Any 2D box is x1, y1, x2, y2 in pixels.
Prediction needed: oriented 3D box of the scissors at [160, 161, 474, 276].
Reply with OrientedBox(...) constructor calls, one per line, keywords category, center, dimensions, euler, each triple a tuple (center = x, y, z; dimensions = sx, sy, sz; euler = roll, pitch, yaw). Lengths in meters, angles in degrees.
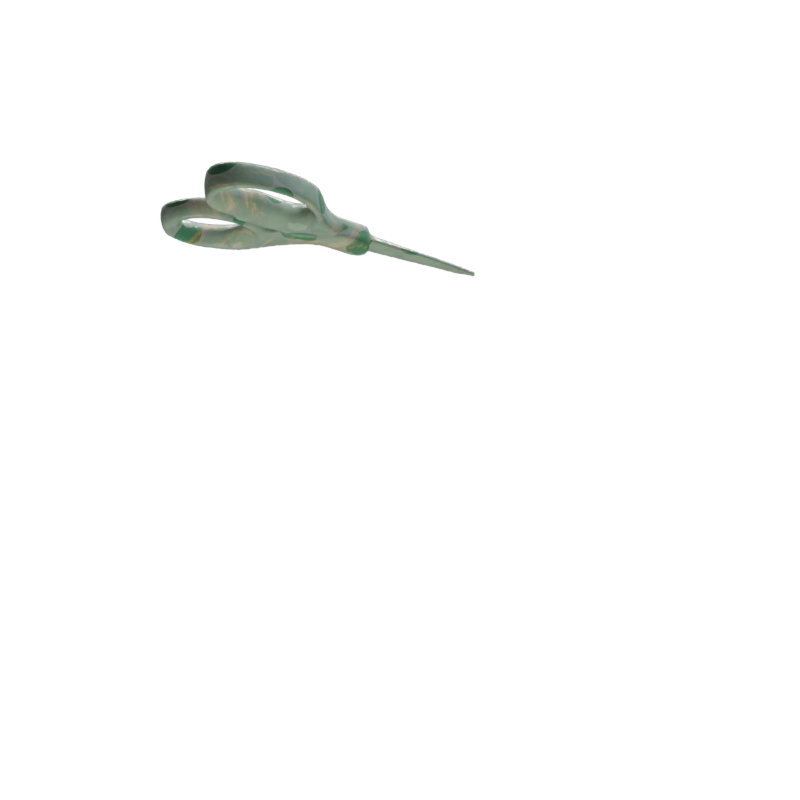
OrientedBox(category="scissors", center=(-0.047, -0.086, 0.604), dimensions=(0.098, 0.016, 0.190), euler=(-8, -15, 31))
